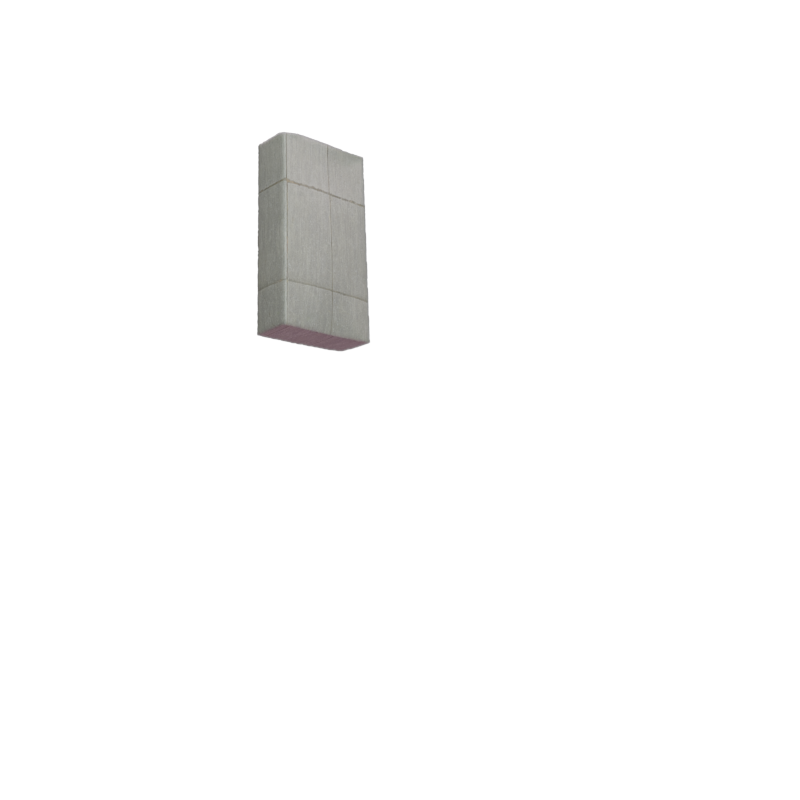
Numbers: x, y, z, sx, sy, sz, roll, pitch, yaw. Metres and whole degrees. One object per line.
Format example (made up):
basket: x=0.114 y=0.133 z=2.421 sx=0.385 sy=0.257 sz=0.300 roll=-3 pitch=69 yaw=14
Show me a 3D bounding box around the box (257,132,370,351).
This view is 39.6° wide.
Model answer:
box: x=-0.074 y=-0.135 z=0.947 sx=0.088 sy=0.184 sz=0.048 roll=13 pitch=-24 yaw=-38
